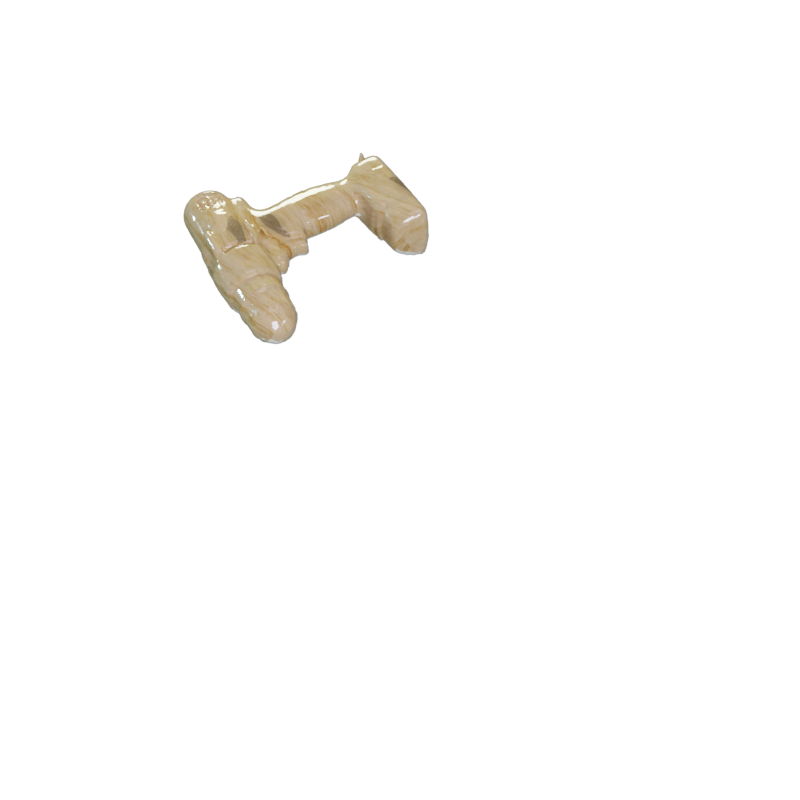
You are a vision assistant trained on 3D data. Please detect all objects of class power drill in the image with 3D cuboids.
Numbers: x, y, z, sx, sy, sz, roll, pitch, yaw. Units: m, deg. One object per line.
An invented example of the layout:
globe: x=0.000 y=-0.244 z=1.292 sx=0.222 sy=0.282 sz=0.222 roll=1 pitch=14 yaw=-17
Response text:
power drill: x=-0.074 y=-0.135 z=0.944 sx=0.186 sy=0.053 sz=0.200 roll=-19 pitch=48 yaw=-18
